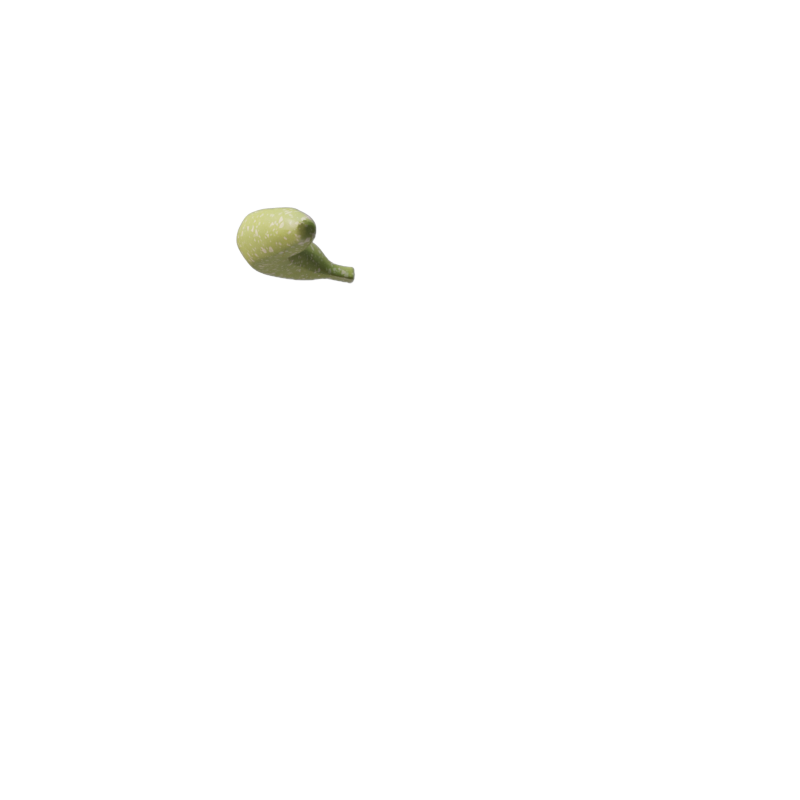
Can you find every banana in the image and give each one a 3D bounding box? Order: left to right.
[{"bbox_3d":[-0.076,-0.105,0.744,0.070,0.037,0.194,0,0,6],"label":"banana"}]
